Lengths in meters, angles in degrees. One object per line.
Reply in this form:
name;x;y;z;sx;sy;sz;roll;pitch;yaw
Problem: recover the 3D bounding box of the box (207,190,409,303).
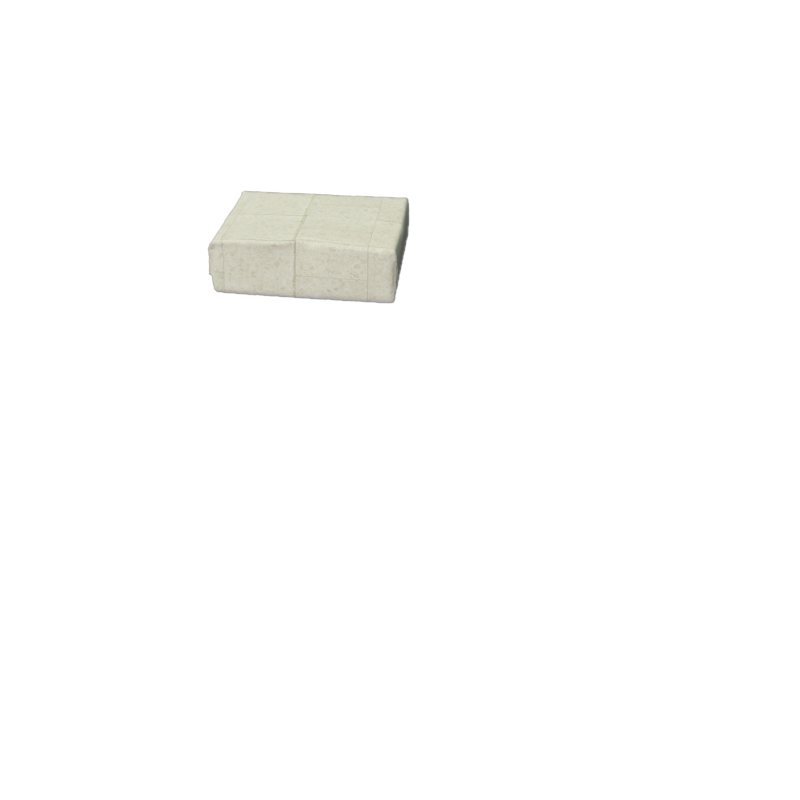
box;-0.043;-0.078;0.544;0.090;0.029;0.076;4;28;7
